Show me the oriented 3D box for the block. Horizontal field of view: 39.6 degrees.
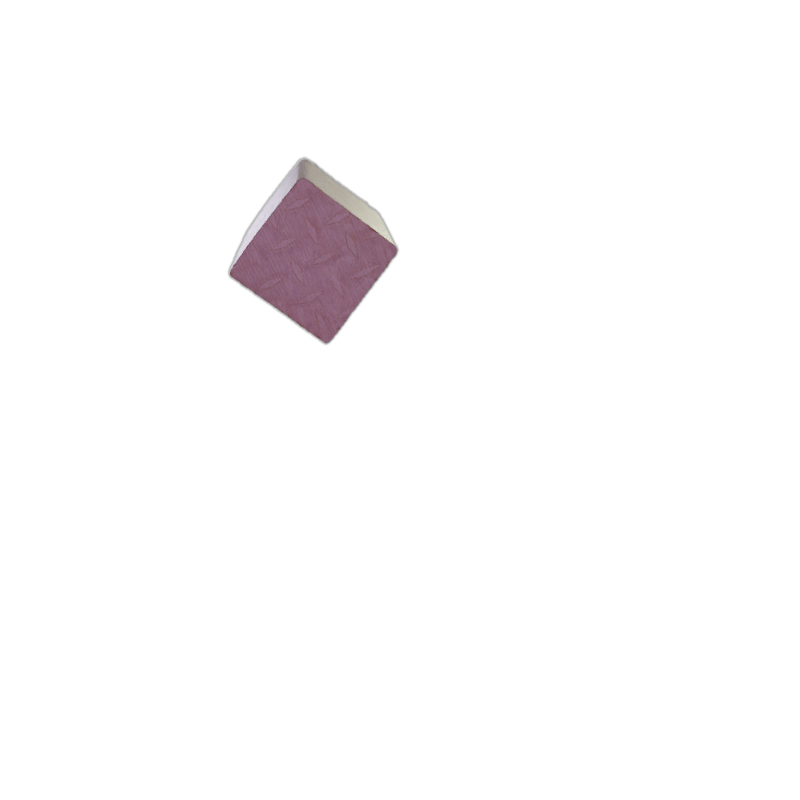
[{"bbox_3d":[-0.069,-0.127,0.886,0.089,0.089,0.212,36,9,-12],"label":"block"}]
